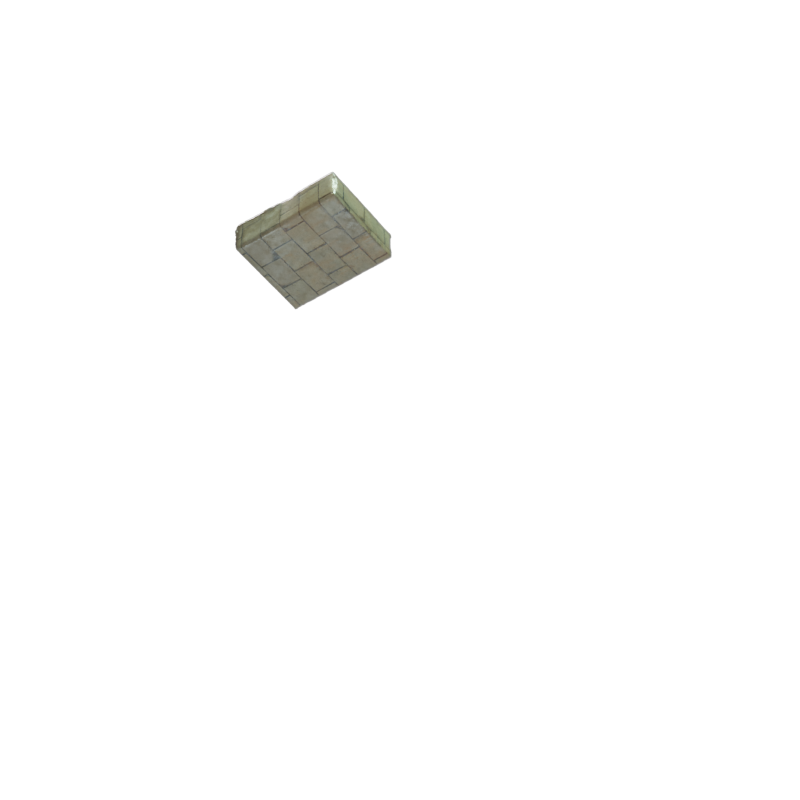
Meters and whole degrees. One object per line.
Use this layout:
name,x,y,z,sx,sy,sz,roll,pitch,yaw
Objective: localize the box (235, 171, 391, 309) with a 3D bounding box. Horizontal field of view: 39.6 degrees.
box,-0.062,-0.114,0.796,0.089,0.032,0.068,-26,-50,23
